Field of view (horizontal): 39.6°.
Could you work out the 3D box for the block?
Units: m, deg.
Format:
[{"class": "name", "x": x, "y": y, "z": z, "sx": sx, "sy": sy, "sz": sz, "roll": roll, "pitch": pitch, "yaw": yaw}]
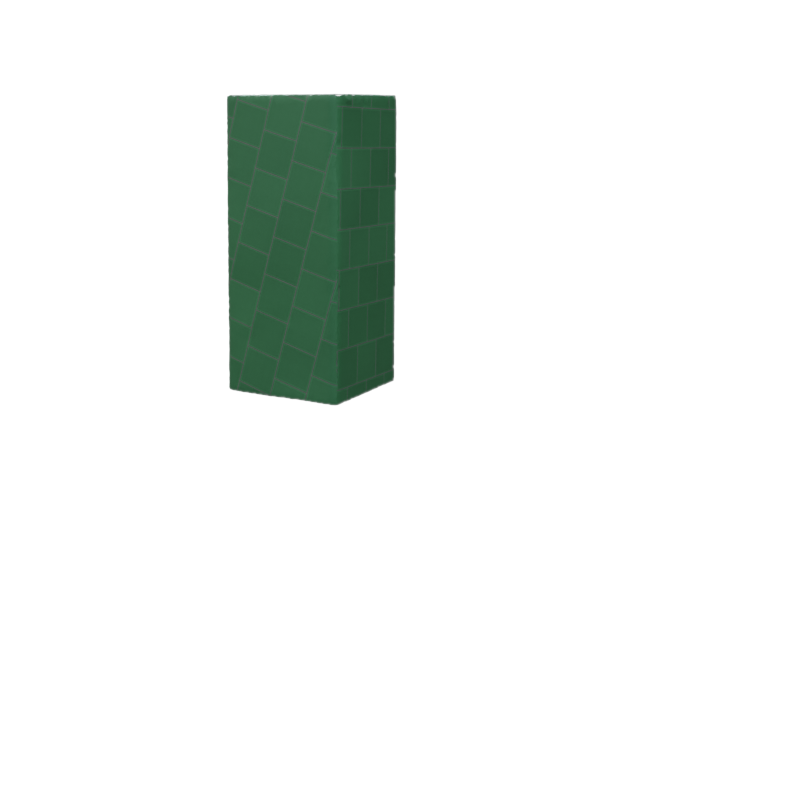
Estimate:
[{"class": "block", "x": -0.061, "y": -0.112, "z": 0.782, "sx": 0.094, "sy": 0.203, "sz": 0.089, "roll": 5, "pitch": 9, "yaw": 29}]
